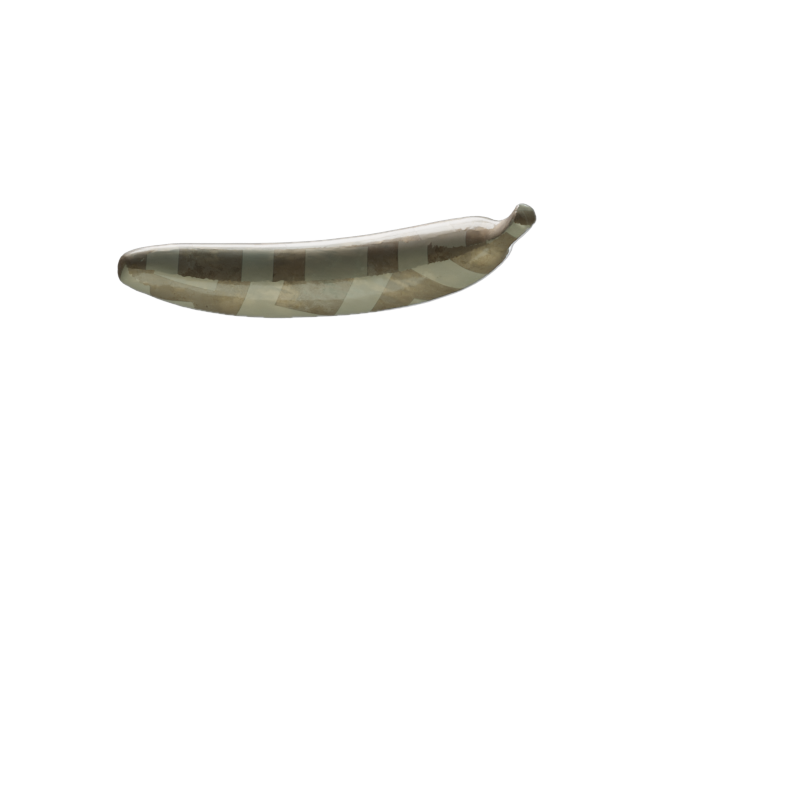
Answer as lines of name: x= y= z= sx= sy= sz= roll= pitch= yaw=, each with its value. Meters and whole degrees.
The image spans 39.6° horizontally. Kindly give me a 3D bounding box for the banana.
banana: x=-0.033 y=-0.066 z=0.531 sx=0.200 sy=0.039 sz=0.064 roll=-7 pitch=-30 yaw=12
